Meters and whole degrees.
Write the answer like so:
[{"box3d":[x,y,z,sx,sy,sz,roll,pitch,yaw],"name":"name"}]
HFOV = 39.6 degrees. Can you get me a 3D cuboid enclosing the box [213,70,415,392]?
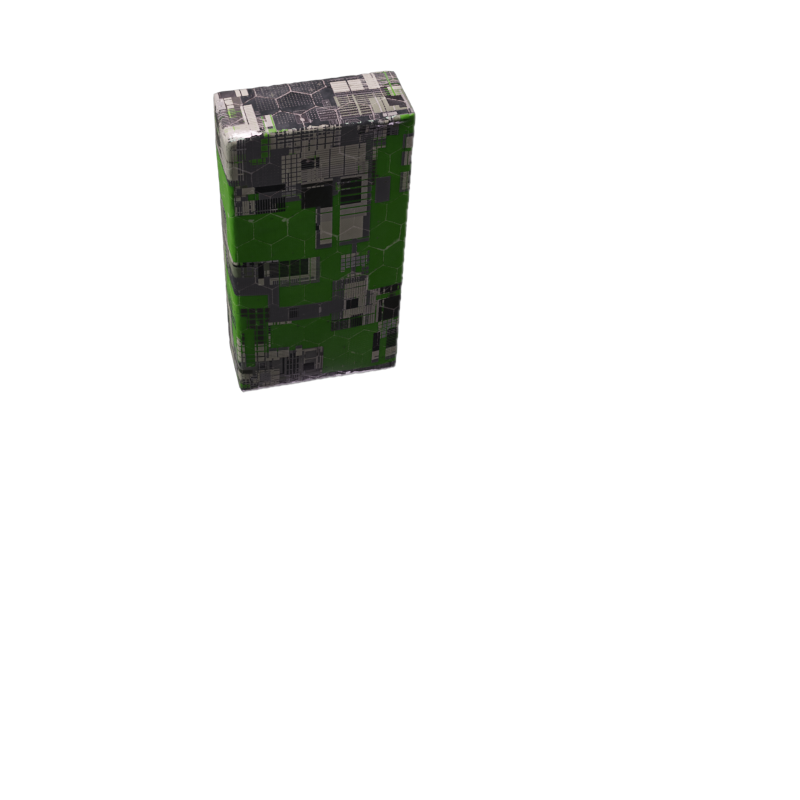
[{"box3d":[-0.045,-0.082,0.577,0.092,0.052,0.164,-9,-40,-11],"name":"box"}]
